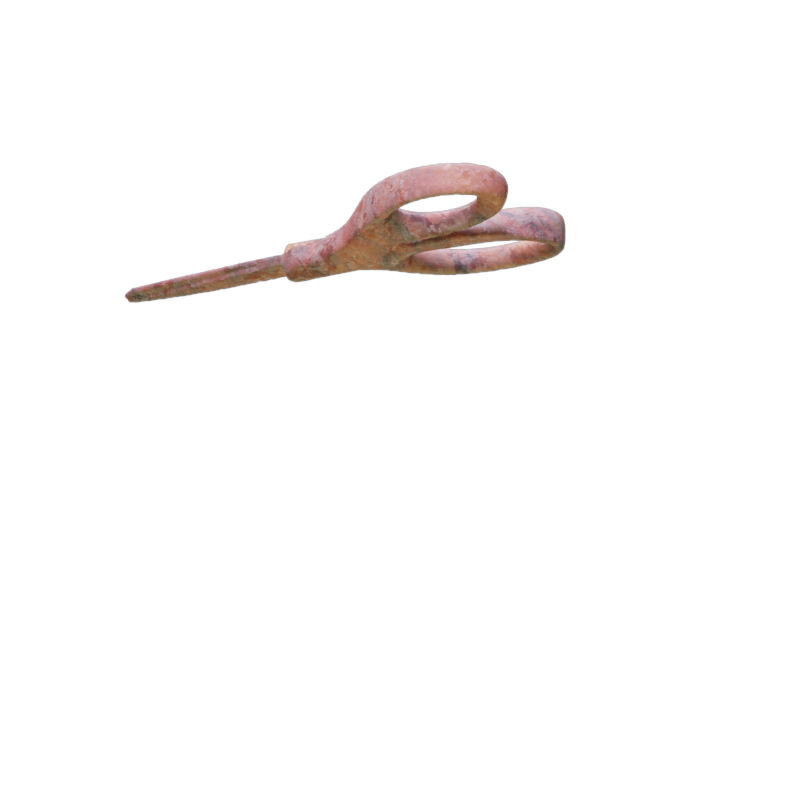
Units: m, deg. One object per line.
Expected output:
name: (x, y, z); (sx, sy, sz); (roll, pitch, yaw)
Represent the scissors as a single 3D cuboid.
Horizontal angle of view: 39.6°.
scissors: (-0.036, -0.065, 0.455); (0.204, 0.016, 0.091); (-3, -17, 12)
